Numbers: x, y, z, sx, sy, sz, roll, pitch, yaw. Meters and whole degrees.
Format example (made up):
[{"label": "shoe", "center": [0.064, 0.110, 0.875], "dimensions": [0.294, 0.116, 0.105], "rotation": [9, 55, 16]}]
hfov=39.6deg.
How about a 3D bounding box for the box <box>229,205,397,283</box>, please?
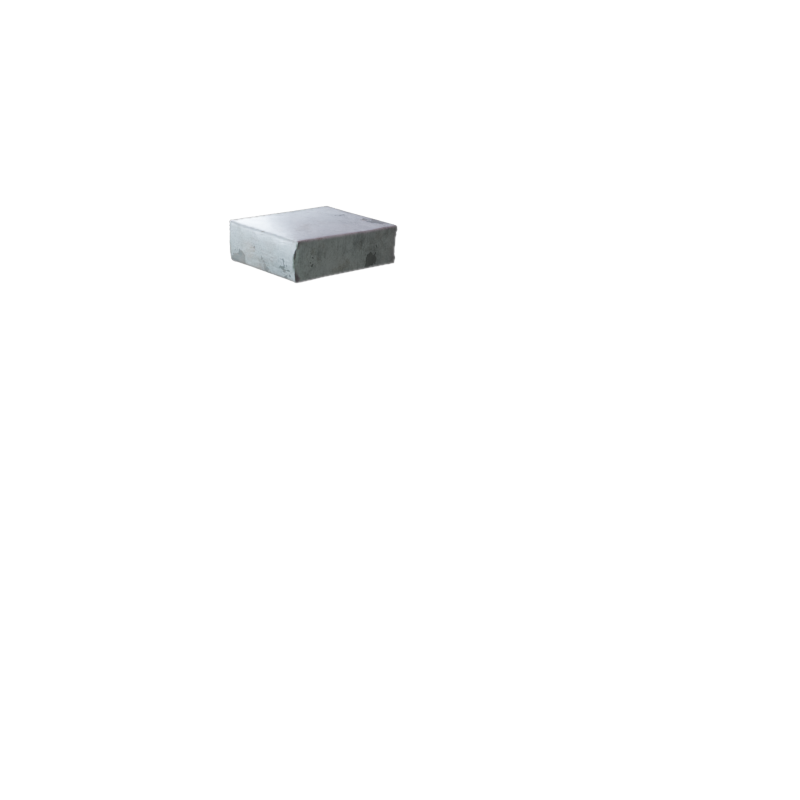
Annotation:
[{"label": "box", "center": [-0.073, -0.132, 0.927], "dimensions": [0.111, 0.037, 0.095], "rotation": [-19, 28, -40]}]
